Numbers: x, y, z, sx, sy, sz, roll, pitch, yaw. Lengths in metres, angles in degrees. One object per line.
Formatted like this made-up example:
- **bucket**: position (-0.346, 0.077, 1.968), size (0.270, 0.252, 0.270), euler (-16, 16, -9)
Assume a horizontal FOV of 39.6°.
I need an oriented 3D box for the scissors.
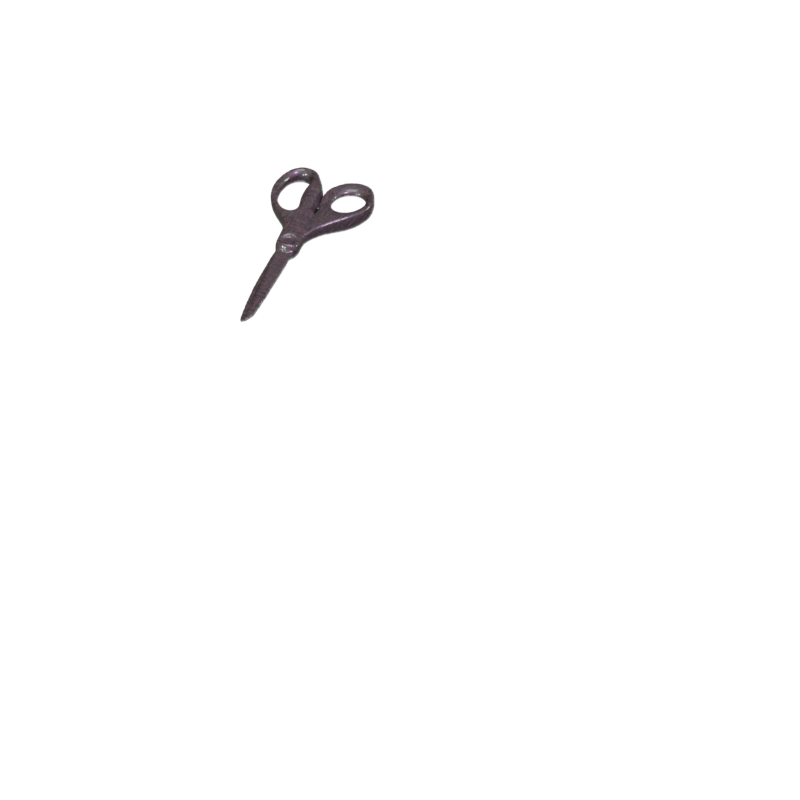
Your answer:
- **scissors**: position (-0.069, -0.126, 0.880), size (0.096, 0.015, 0.216), euler (0, 41, 0)
